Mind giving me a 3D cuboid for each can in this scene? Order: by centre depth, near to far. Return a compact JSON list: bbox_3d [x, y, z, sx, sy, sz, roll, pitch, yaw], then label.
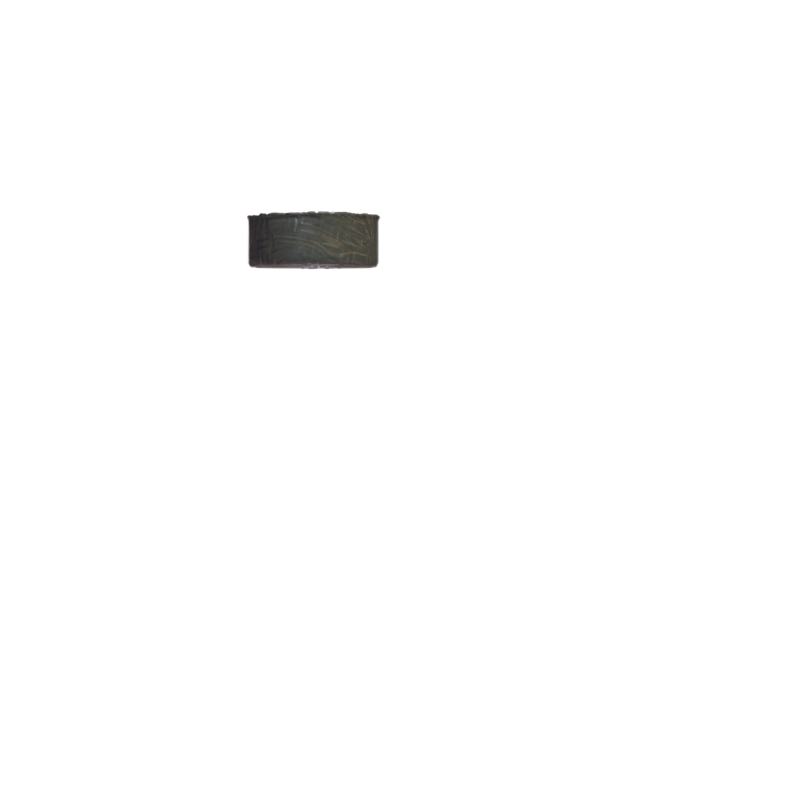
[{"bbox_3d":[-0.056,-0.102,0.715,0.086,0.033,0.086,0,4,-2],"label":"can"}]
